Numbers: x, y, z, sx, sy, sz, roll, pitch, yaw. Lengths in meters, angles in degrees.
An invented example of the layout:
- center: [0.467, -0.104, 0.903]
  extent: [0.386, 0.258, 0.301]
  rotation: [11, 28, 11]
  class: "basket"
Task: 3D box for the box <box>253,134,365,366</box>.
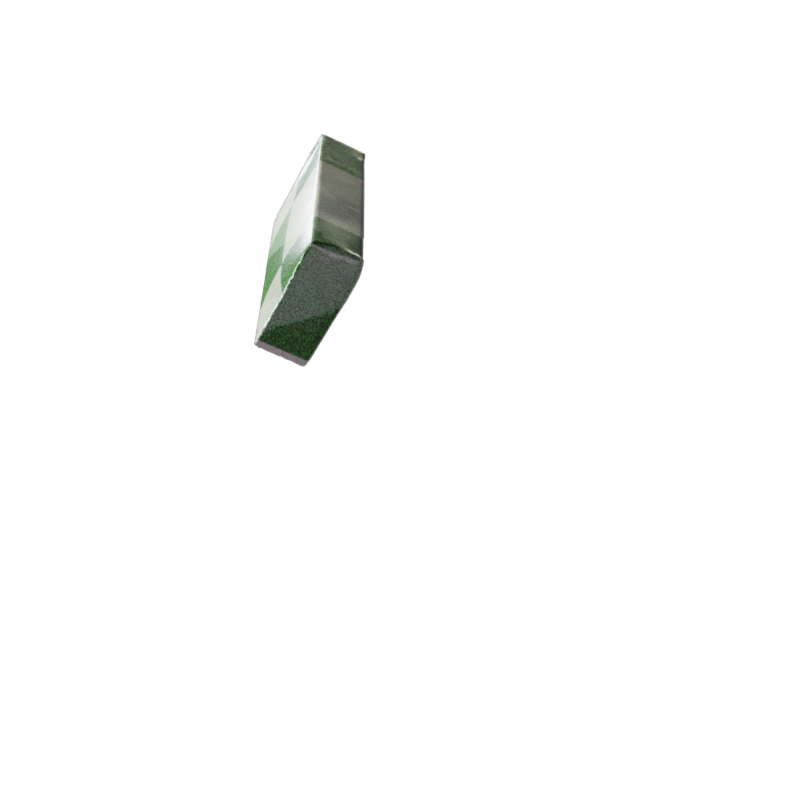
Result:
- center: [-0.063, -0.114, 0.802]
  extent: [0.046, 0.090, 0.188]
  rotation: [23, 30, -19]
  class: "box"
